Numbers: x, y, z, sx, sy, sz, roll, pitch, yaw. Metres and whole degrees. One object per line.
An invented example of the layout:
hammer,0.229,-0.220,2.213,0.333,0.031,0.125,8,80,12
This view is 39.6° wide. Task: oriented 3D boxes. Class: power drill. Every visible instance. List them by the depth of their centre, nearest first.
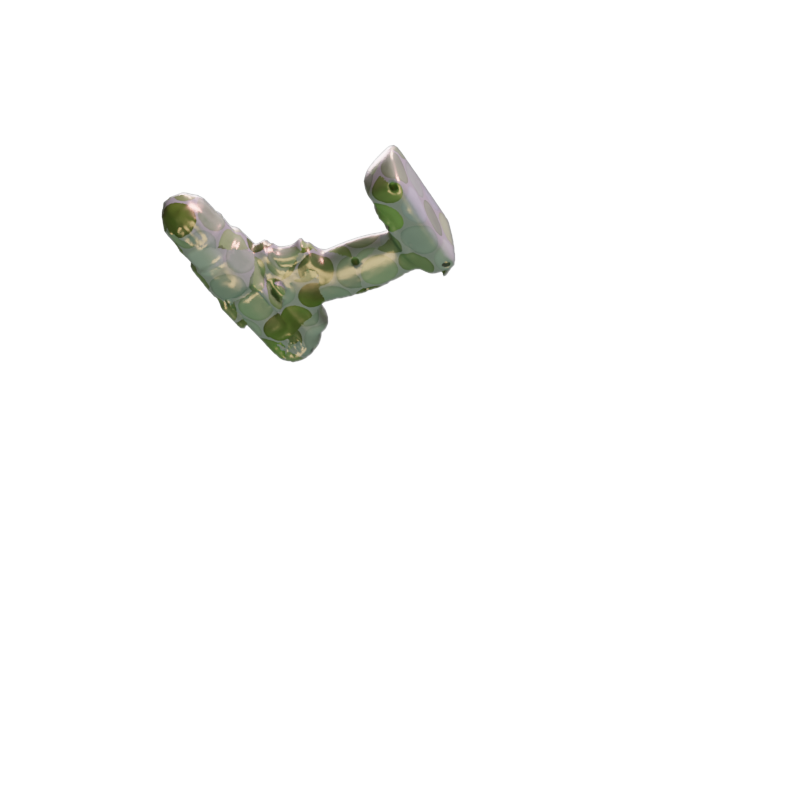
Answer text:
power drill,-0.067,-0.123,0.858,0.188,0.062,0.171,-23,-49,21
